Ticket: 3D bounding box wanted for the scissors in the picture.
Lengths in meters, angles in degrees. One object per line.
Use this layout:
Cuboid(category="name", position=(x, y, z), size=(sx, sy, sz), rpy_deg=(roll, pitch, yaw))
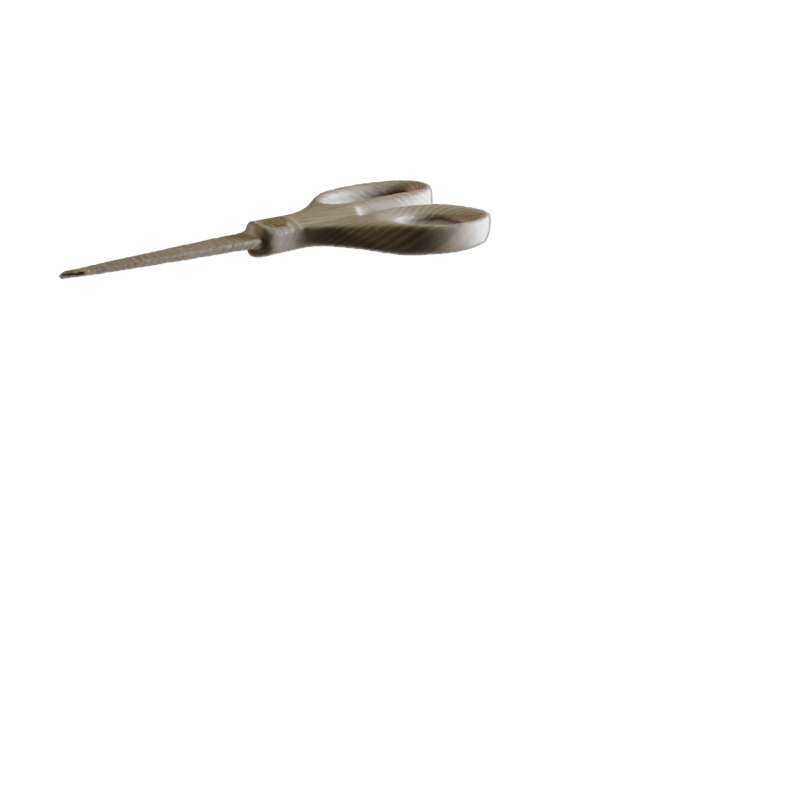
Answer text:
Cuboid(category="scissors", position=(-0.038, -0.069, 0.482), size=(0.101, 0.015, 0.200), rpy_deg=(17, 29, 33))
